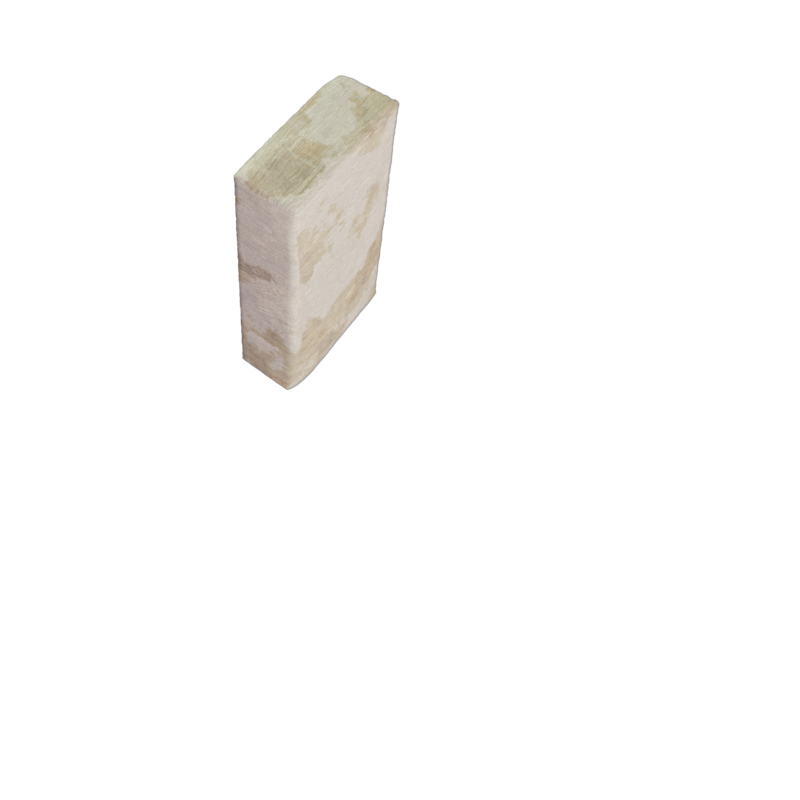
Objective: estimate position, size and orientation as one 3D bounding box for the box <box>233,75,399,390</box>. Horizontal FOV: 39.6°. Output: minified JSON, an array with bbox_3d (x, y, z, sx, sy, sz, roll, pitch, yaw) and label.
[{"bbox_3d":[-0.048,-0.088,0.617,0.050,0.096,0.165,30,-30,15],"label":"box"}]
